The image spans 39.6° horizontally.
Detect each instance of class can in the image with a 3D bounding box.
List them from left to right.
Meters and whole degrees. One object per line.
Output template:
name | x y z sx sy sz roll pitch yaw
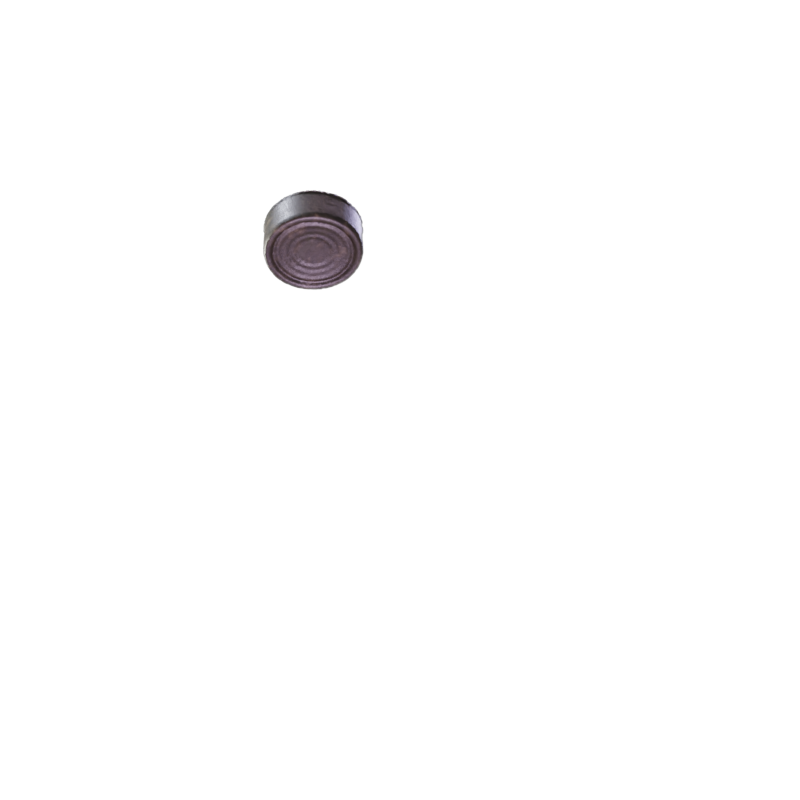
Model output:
can | -0.074 -0.134 0.941 0.086 0.080 0.036 1 45 -1
